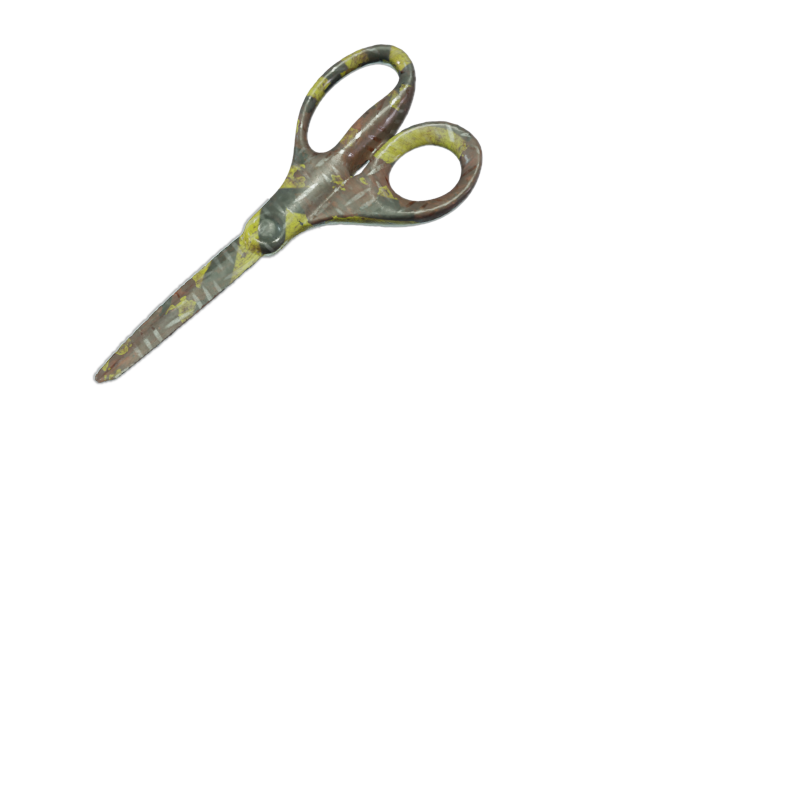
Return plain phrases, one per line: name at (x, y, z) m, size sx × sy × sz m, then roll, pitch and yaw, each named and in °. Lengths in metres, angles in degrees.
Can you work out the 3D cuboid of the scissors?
scissors at (-0.038, -0.069, 0.486) m, size 0.098 × 0.206 × 0.015 m, roll 28°, pitch -17°, yaw 9°
